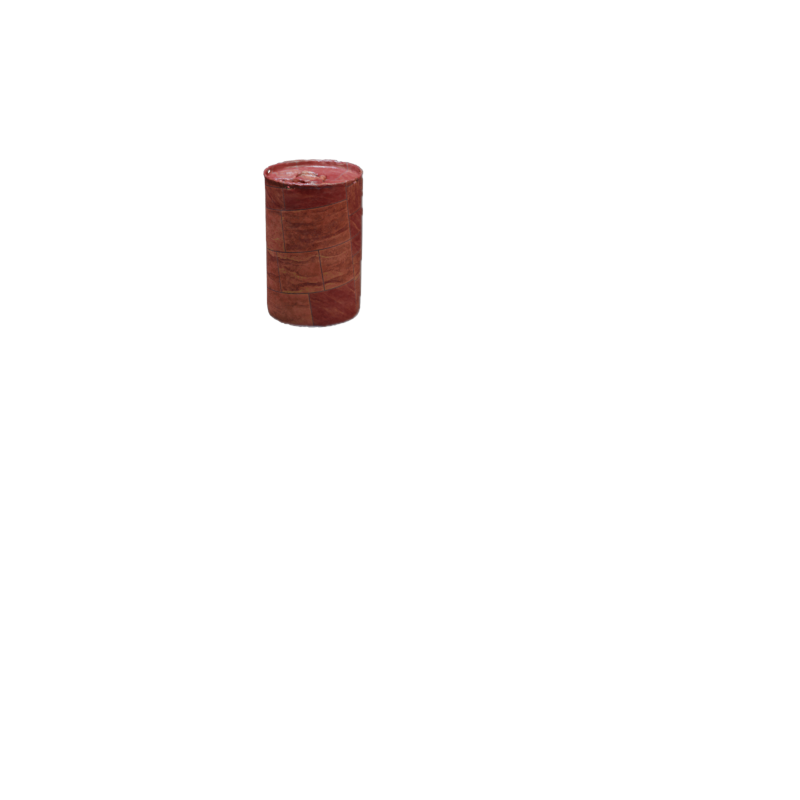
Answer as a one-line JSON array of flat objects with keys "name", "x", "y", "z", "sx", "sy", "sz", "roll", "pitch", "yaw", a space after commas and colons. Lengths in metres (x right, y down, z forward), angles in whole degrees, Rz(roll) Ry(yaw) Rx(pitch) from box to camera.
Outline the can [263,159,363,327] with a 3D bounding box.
[{"name": "can", "x": -0.060, "y": -0.109, "z": 0.767, "sx": 0.068, "sy": 0.098, "sz": 0.072, "roll": 0, "pitch": 21, "yaw": -2}]
